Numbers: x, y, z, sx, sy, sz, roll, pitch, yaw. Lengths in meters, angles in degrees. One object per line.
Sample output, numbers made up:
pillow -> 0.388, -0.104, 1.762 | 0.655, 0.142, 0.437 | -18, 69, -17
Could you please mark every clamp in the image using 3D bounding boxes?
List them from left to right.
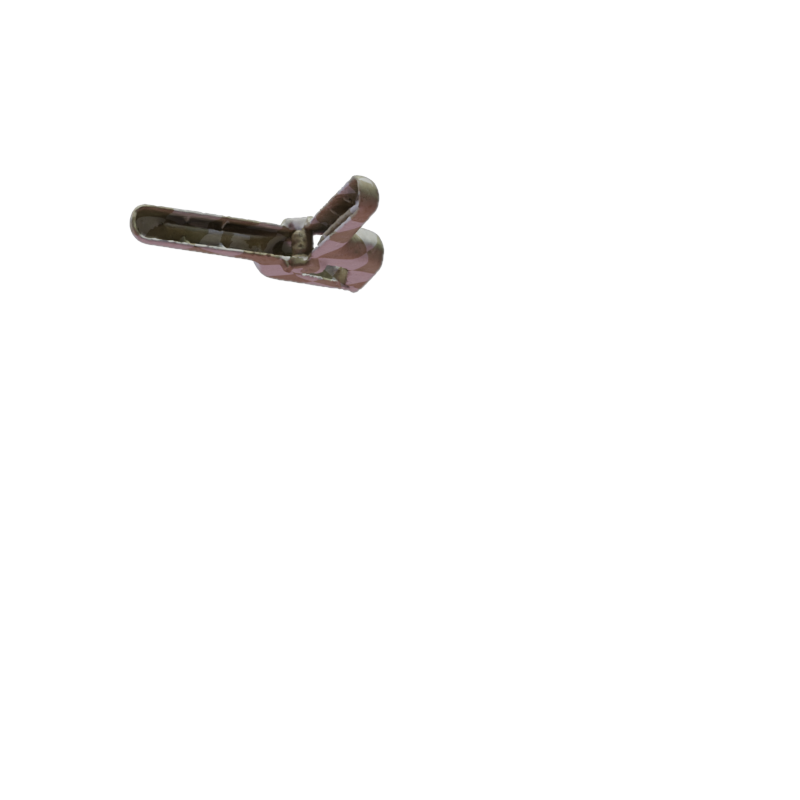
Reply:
clamp -> -0.059, -0.108, 0.757 | 0.169, 0.037, 0.199 | -4, -8, 25
